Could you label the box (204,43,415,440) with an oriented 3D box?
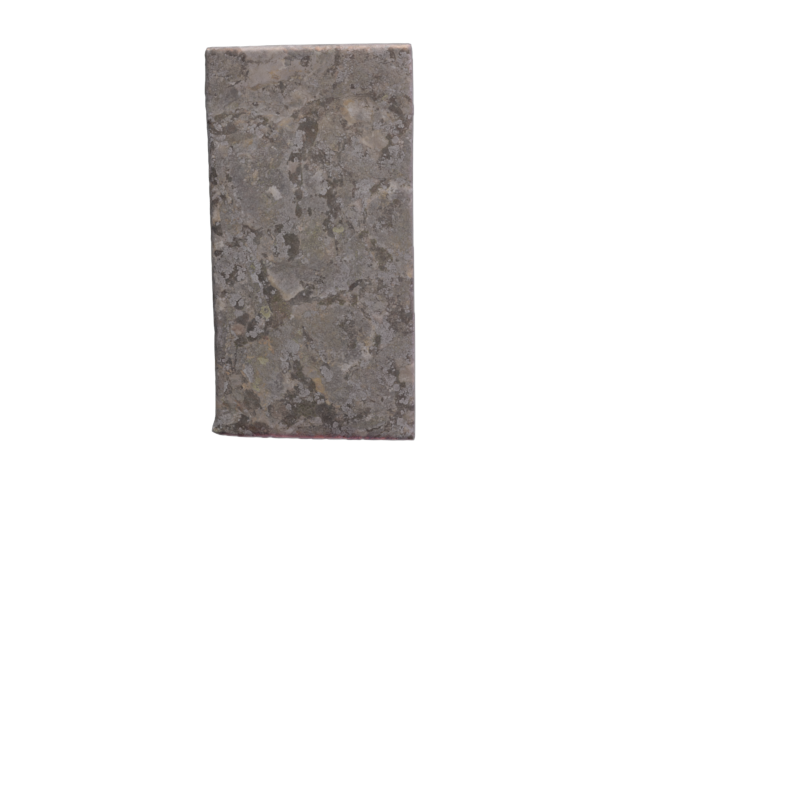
[{"bbox_3d":[-0.039,-0.072,0.506,0.094,0.174,0.048,1,4,3],"label":"box"}]
